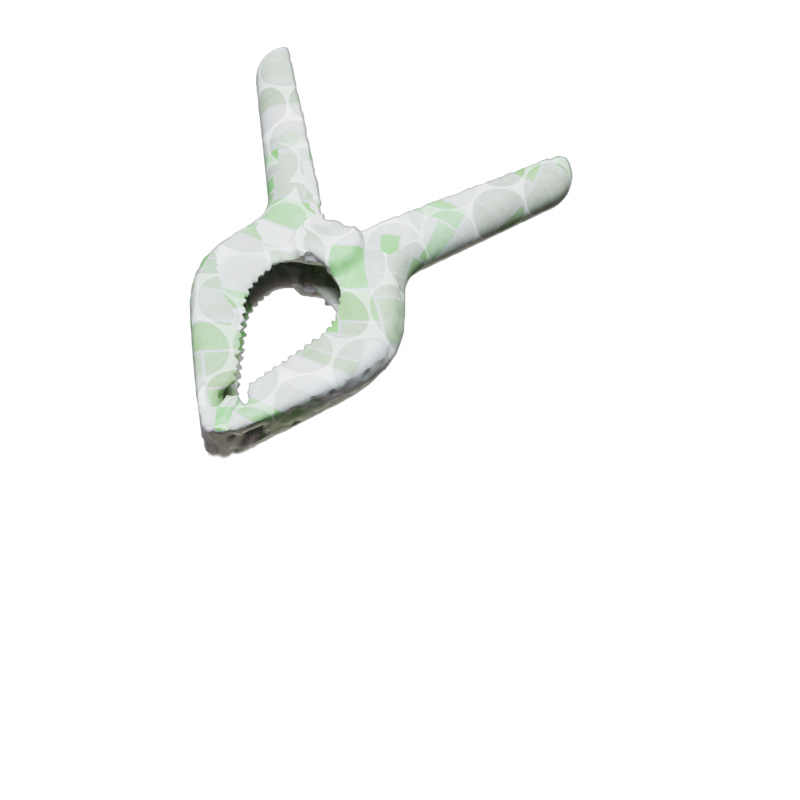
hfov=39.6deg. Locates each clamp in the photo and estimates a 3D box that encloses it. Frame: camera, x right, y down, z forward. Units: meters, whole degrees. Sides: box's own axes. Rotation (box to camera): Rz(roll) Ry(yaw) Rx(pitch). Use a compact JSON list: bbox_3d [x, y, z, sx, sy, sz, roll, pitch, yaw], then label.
[{"bbox_3d":[-0.039,-0.072,0.502,0.171,0.215,0.034,28,-28,17],"label":"clamp"}]
